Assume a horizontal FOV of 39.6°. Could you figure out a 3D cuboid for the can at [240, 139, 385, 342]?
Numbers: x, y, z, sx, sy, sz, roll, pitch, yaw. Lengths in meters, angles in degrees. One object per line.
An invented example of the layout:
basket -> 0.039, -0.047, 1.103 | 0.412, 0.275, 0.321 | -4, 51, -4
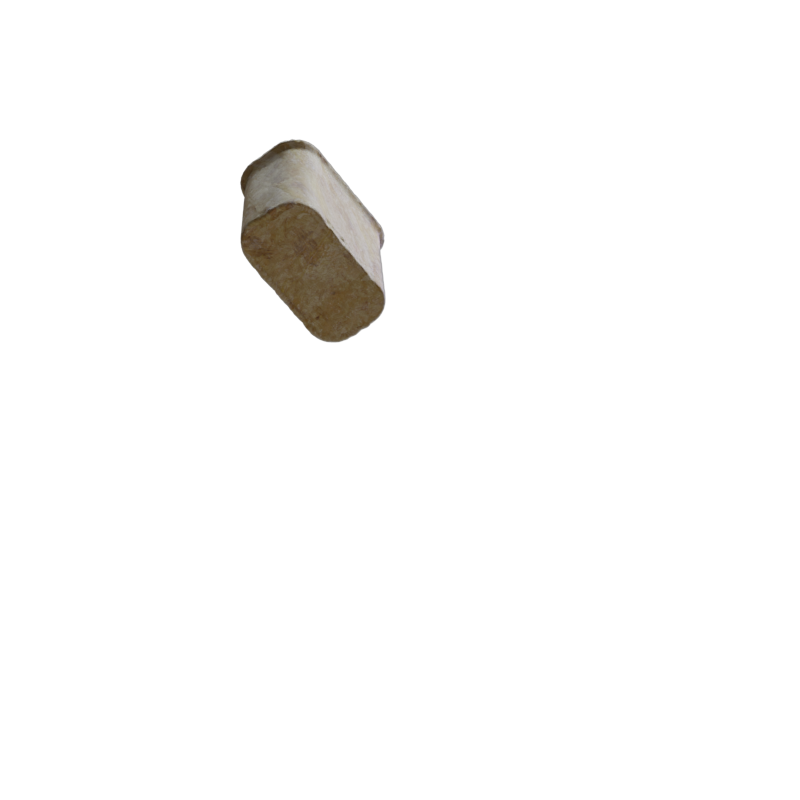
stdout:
can -> -0.053, -0.096, 0.674 | 0.057, 0.096, 0.089 | -33, 28, 17
